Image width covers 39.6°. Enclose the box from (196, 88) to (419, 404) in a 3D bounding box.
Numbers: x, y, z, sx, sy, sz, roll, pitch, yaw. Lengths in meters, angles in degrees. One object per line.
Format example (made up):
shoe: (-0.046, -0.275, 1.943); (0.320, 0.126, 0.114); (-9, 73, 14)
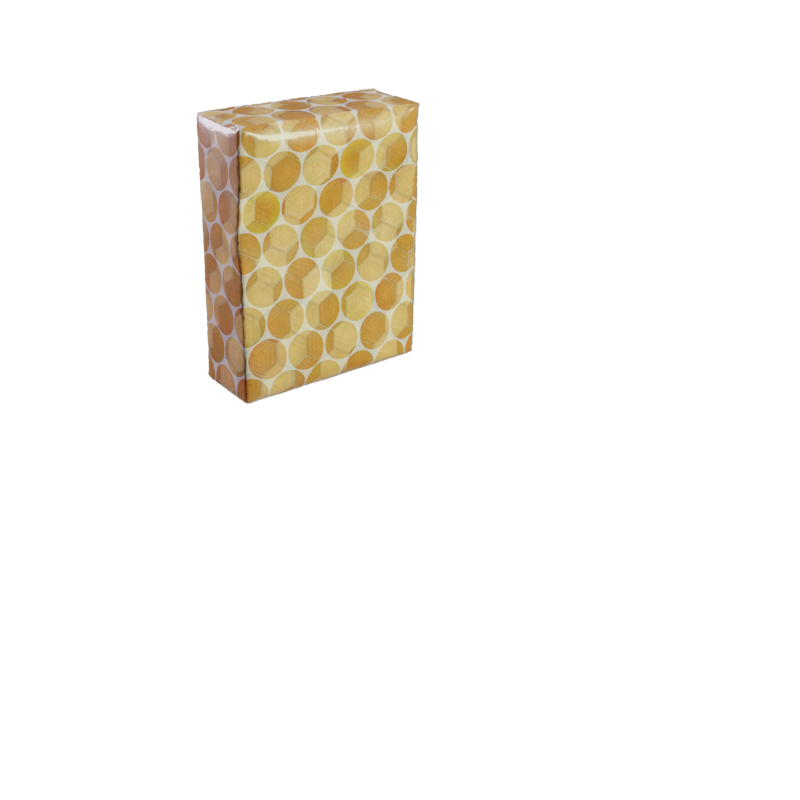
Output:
box: (-0.067, -0.123, 0.858); (0.161, 0.204, 0.077); (-15, 26, -34)
